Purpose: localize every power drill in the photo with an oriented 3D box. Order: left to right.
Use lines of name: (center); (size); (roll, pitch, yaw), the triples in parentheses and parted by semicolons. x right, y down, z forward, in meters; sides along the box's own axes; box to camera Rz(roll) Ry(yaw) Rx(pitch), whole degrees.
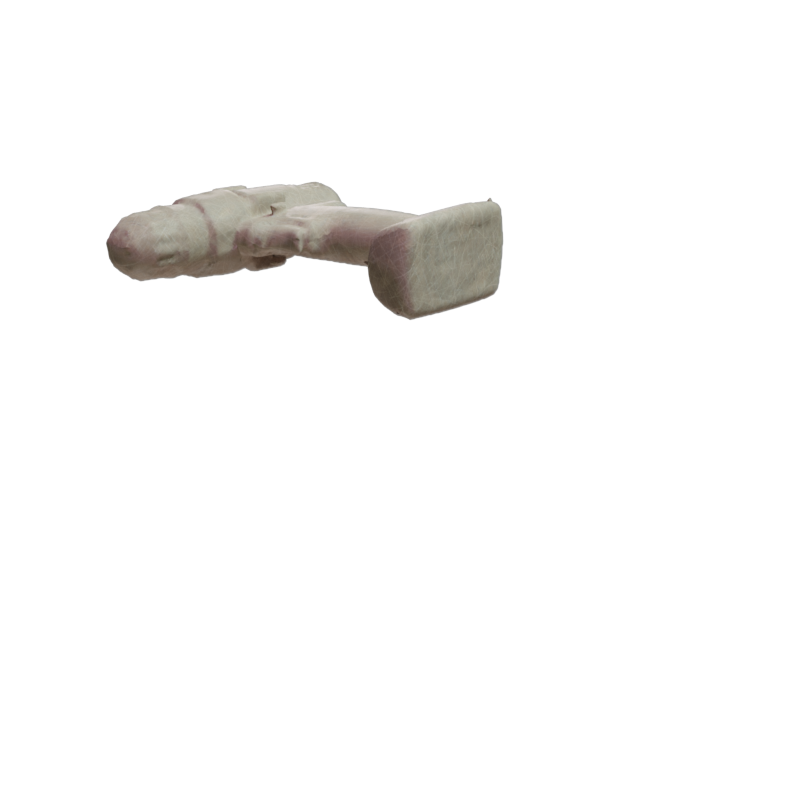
power drill: (-0.051, -0.092, 0.647); (0.198, 0.055, 0.182); (15, 25, 36)
